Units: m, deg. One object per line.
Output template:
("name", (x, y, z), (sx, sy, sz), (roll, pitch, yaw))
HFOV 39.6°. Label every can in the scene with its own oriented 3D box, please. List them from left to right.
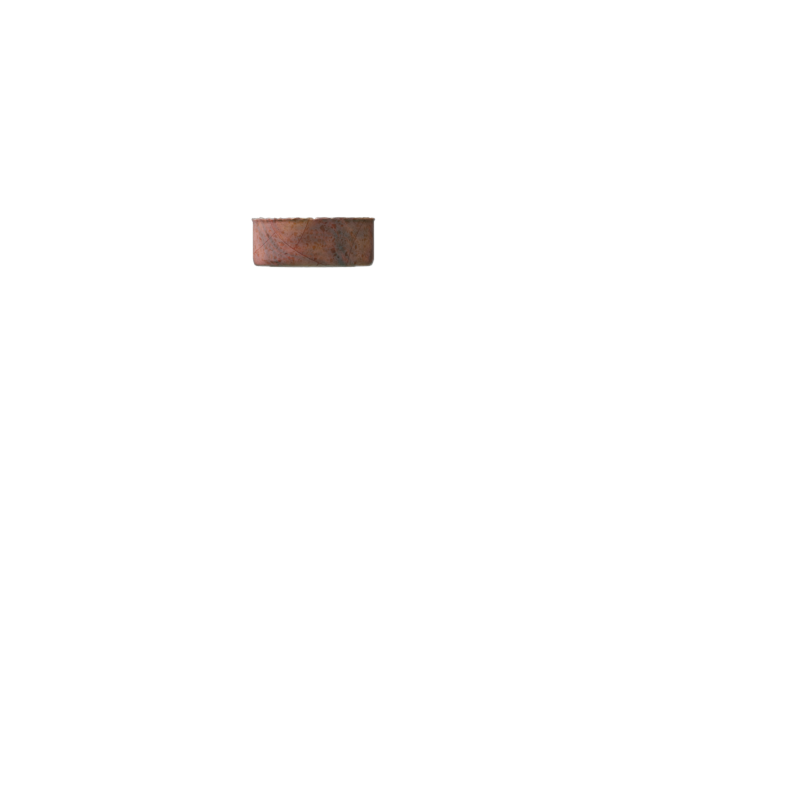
("can", (-0.060, -0.110, 0.770), (0.086, 0.033, 0.087), (0, 7, -2))
